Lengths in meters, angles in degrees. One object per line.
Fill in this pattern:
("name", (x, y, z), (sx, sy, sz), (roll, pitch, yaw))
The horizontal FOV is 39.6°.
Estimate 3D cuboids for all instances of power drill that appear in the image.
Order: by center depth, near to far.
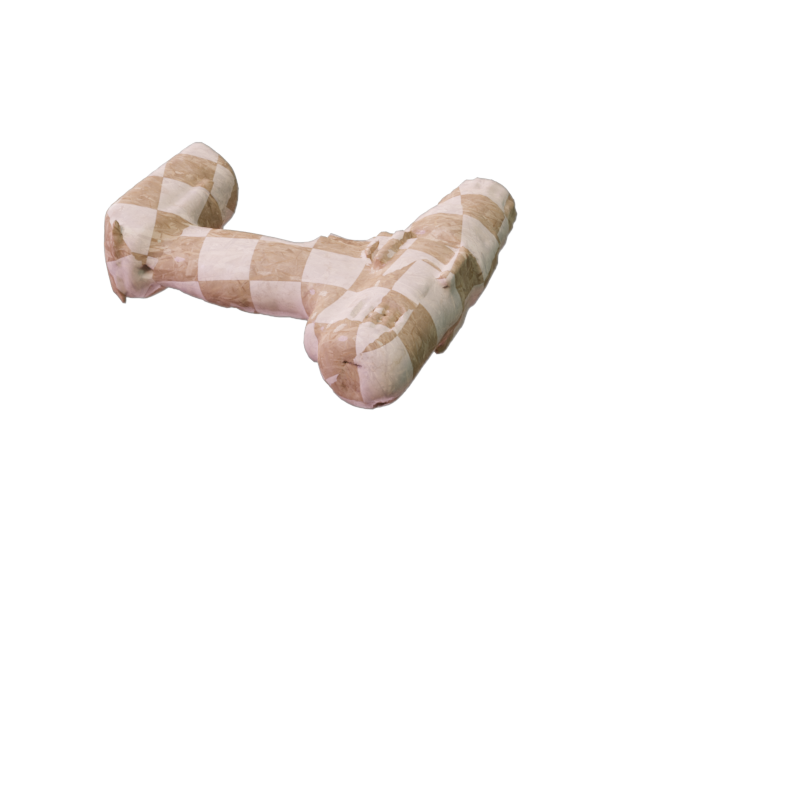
("power drill", (-0.046, -0.084, 0.588), (0.195, 0.054, 0.189), (16, 39, 20))
